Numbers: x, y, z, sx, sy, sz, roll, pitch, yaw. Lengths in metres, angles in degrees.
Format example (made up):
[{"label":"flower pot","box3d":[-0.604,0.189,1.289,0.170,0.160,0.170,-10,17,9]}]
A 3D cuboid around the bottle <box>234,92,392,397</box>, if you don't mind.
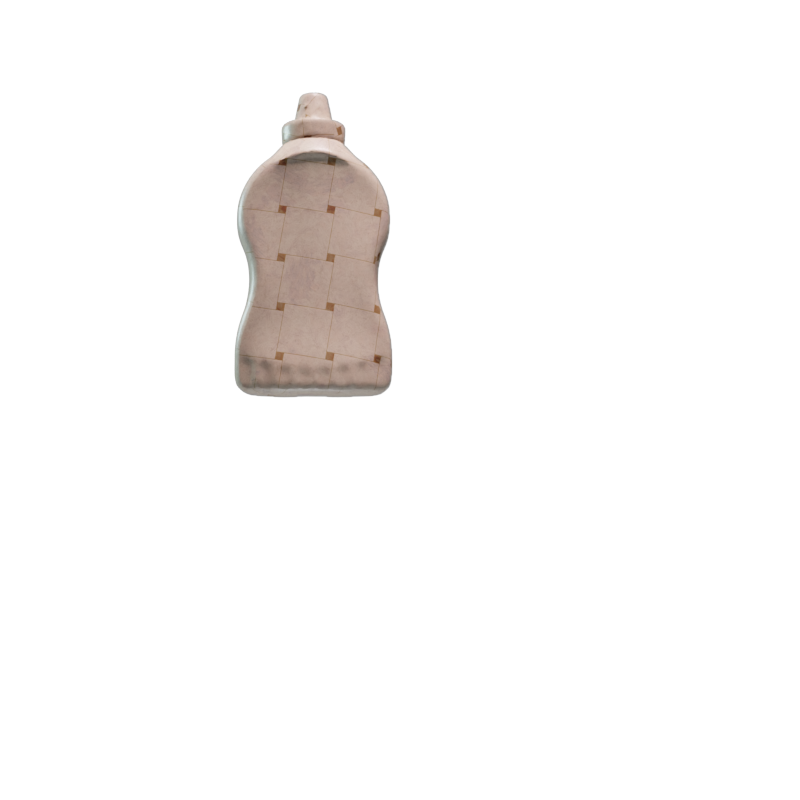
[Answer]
[{"label":"bottle","box3d":[-0.055,-0.099,0.697,0.096,0.197,0.057,-1,-10,0]}]
